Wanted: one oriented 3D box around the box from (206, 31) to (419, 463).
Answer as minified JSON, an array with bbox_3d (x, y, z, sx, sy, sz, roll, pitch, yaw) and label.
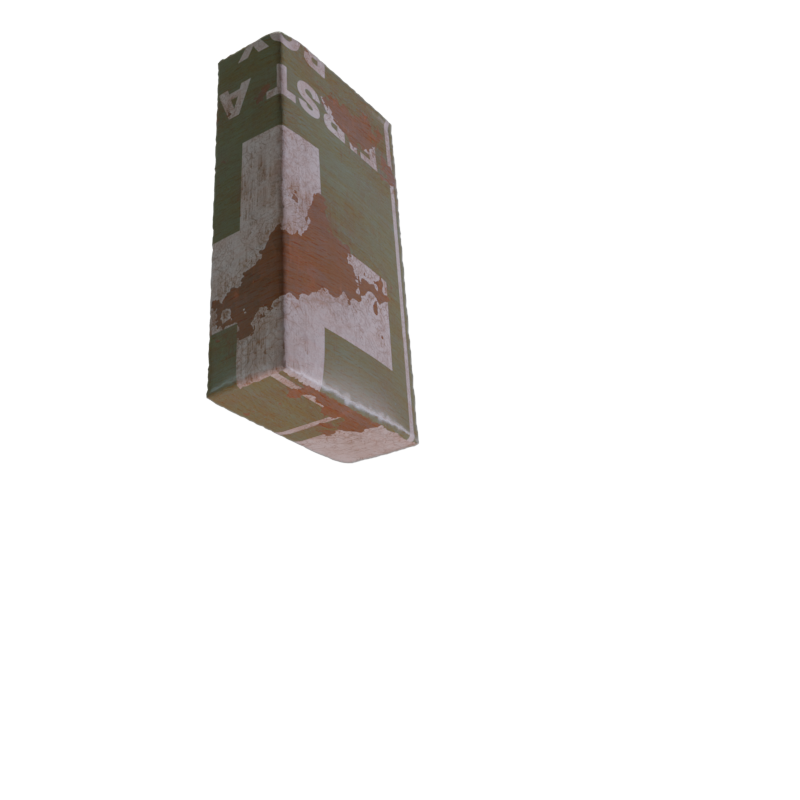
[{"bbox_3d":[-0.038,-0.070,0.489,0.048,0.188,0.087,-22,-35,30],"label":"box"}]
